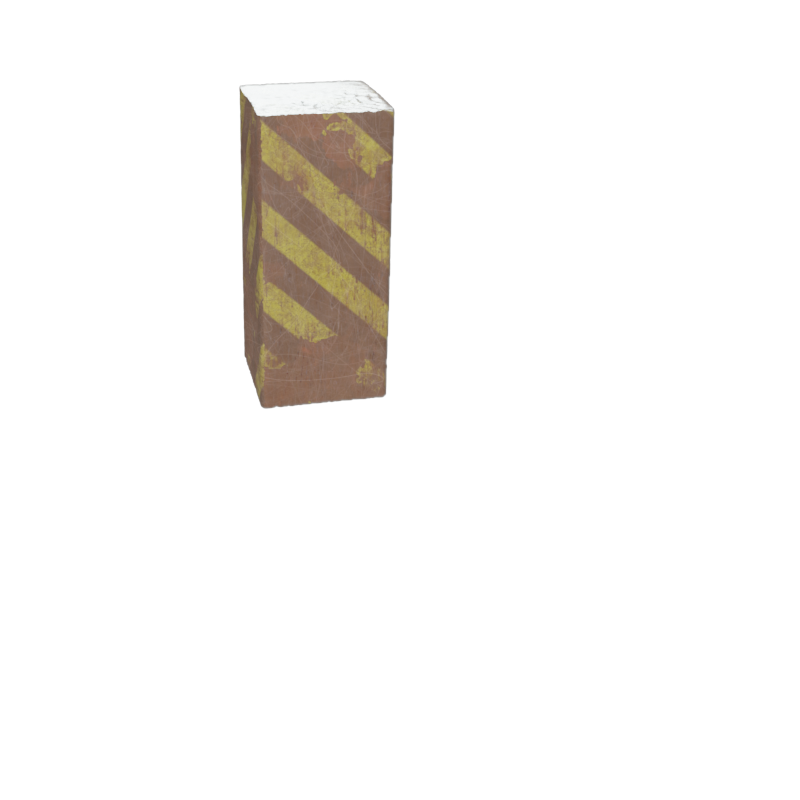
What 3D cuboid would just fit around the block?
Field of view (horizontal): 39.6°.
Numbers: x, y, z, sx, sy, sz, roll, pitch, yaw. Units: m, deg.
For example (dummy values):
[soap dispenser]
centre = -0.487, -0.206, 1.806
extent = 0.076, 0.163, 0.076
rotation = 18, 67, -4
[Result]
[block]
centre = -0.060, -0.110, 0.770
extent = 0.089, 0.196, 0.096
rotation = -4, 24, -14
